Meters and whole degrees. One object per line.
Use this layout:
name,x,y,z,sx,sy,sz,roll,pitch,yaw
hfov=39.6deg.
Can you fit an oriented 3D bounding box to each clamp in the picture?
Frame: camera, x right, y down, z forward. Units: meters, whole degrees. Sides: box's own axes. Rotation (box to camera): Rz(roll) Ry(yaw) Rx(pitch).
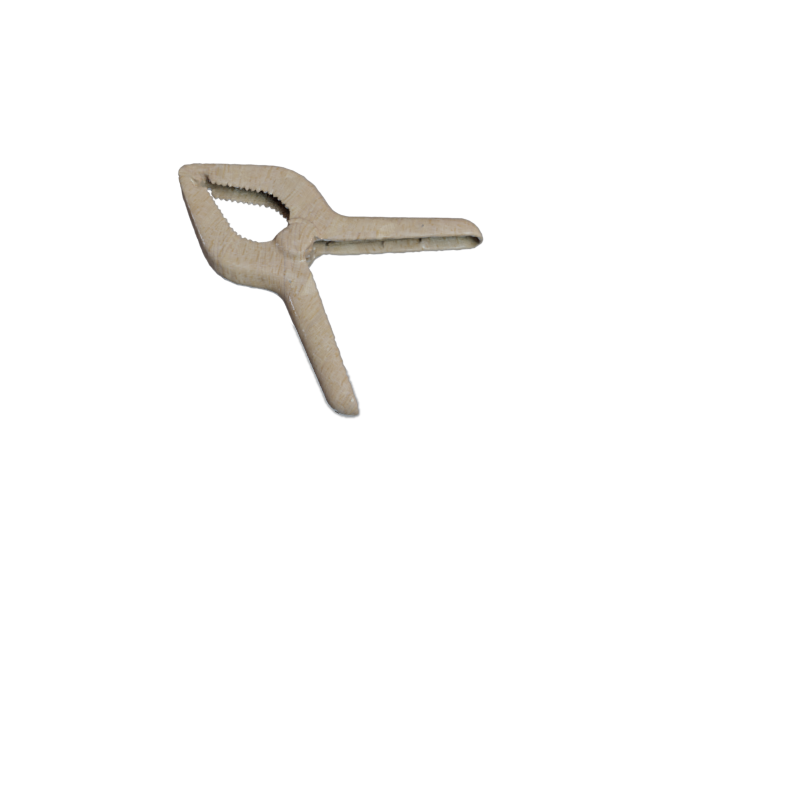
clamp,-0.060,-0.109,0.762,0.220,0.167,0.034,38,-22,18
